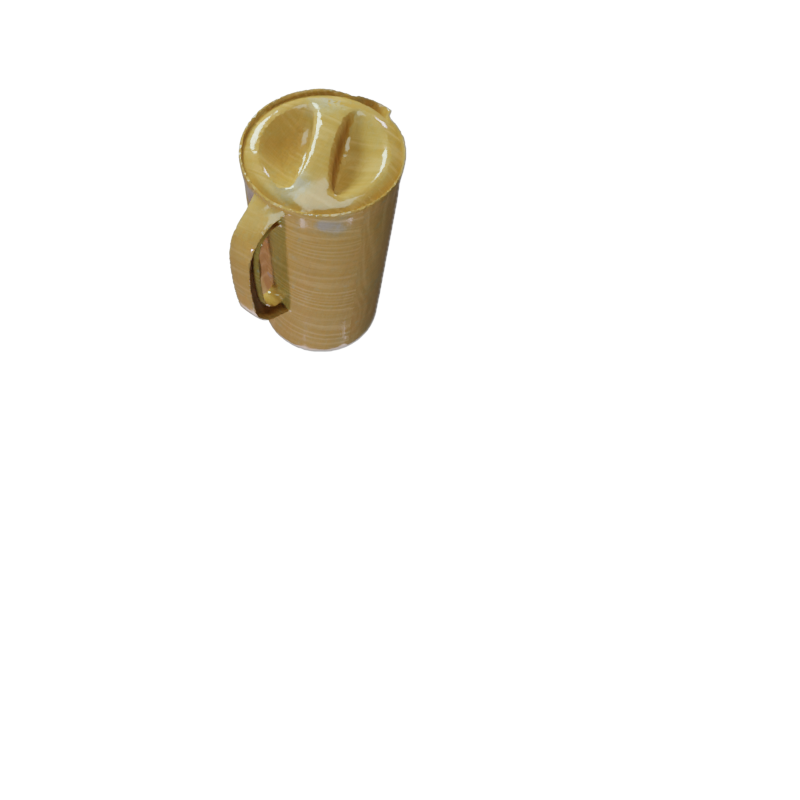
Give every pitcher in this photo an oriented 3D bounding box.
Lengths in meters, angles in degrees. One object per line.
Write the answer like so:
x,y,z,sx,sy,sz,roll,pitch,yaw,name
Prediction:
-0.076,-0.138,0.967,0.148,0.155,0.228,-6,-31,-7,pitcher
